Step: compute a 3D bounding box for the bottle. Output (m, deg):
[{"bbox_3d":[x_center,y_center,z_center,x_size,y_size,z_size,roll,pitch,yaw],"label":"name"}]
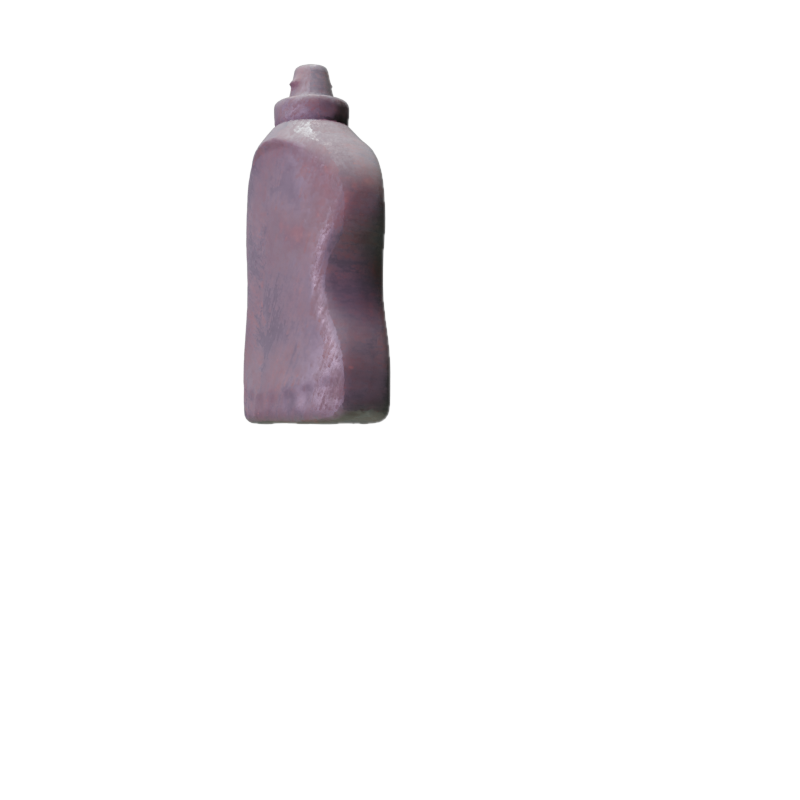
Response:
[{"bbox_3d":[-0.047,-0.084,0.590,0.056,0.196,0.098,5,-10,-34],"label":"bottle"}]
